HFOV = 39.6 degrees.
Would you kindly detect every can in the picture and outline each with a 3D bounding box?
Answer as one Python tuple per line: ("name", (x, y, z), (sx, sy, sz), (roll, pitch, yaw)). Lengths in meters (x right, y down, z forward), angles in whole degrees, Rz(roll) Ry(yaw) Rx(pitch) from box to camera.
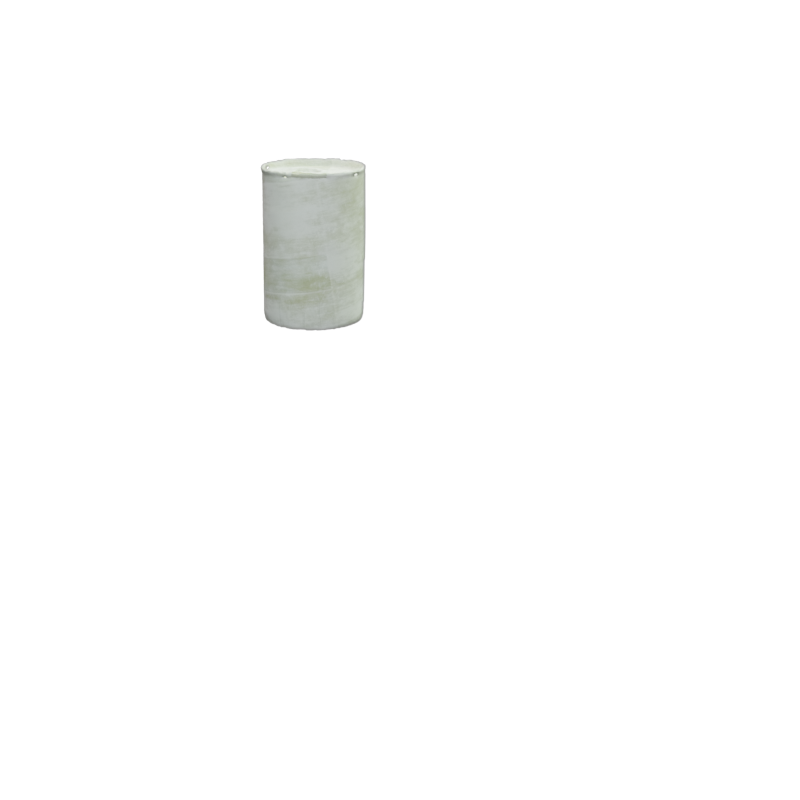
("can", (-0.057, -0.104, 0.726), (0.068, 0.099, 0.071), (0, 15, -2))
